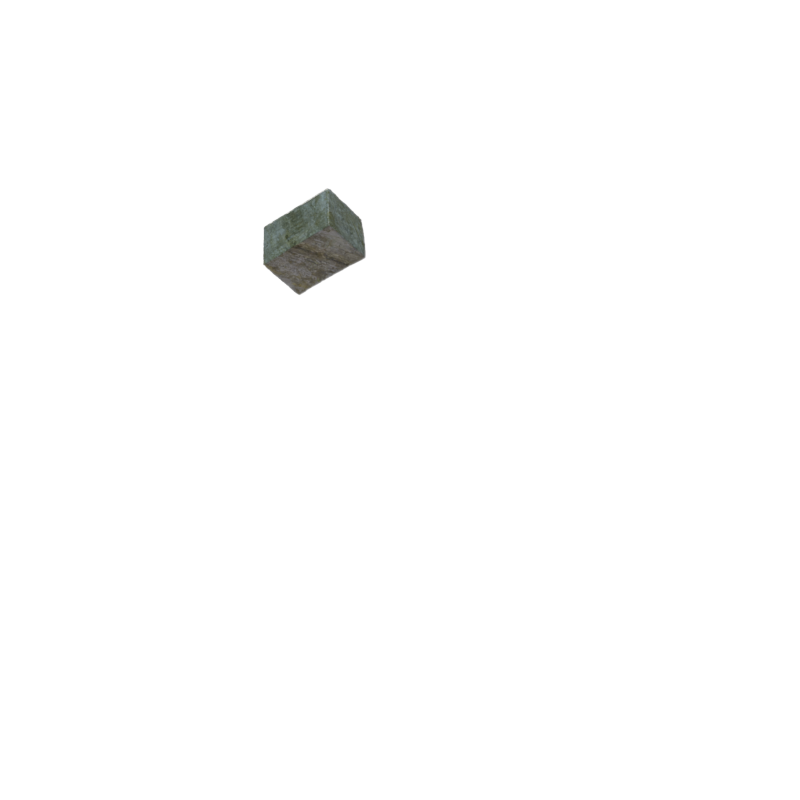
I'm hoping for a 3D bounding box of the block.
[{"bbox_3d":[-0.077,-0.141,0.989,0.078,0.055,0.049,-27,-47,25],"label":"block"}]
